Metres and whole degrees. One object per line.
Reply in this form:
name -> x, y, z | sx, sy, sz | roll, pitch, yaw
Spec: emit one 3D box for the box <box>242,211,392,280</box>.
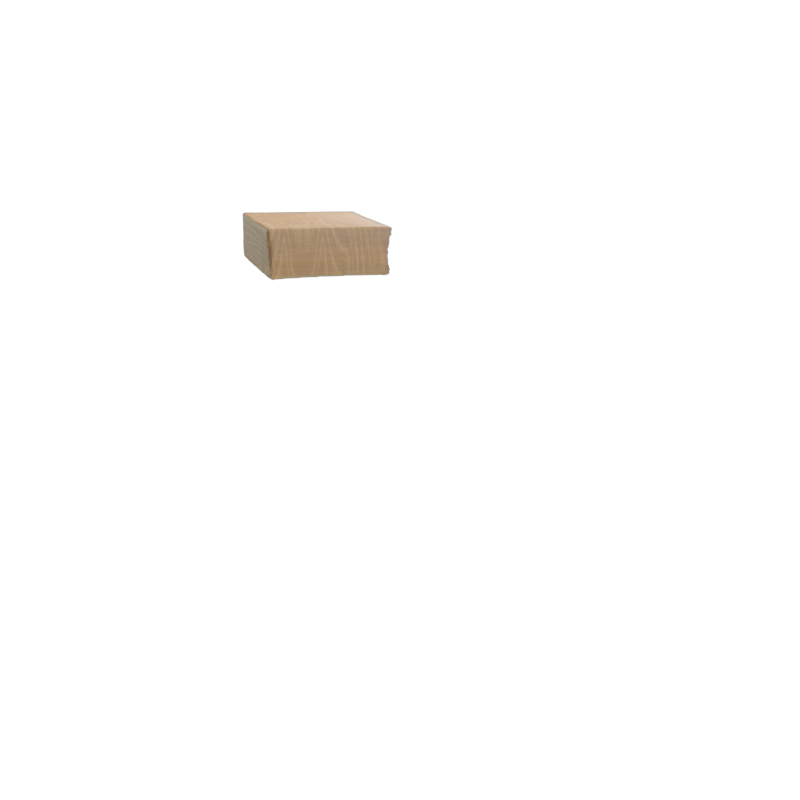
box -> -0.064, -0.117, 0.818 | 0.088, 0.038, 0.119 | -4, 17, -14
